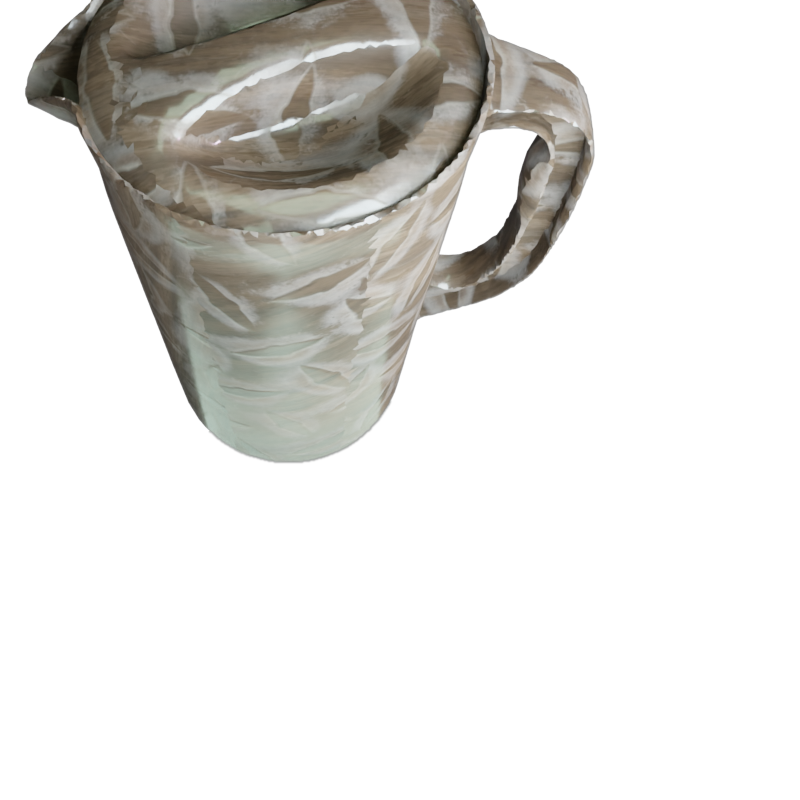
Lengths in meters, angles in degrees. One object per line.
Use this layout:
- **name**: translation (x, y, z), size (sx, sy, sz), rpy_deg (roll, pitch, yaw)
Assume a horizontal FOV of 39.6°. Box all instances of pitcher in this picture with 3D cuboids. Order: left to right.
- **pitcher**: translation (-0.035, -0.063, 0.442), size (0.146, 0.156, 0.230), rpy_deg (-42, -16, -19)
